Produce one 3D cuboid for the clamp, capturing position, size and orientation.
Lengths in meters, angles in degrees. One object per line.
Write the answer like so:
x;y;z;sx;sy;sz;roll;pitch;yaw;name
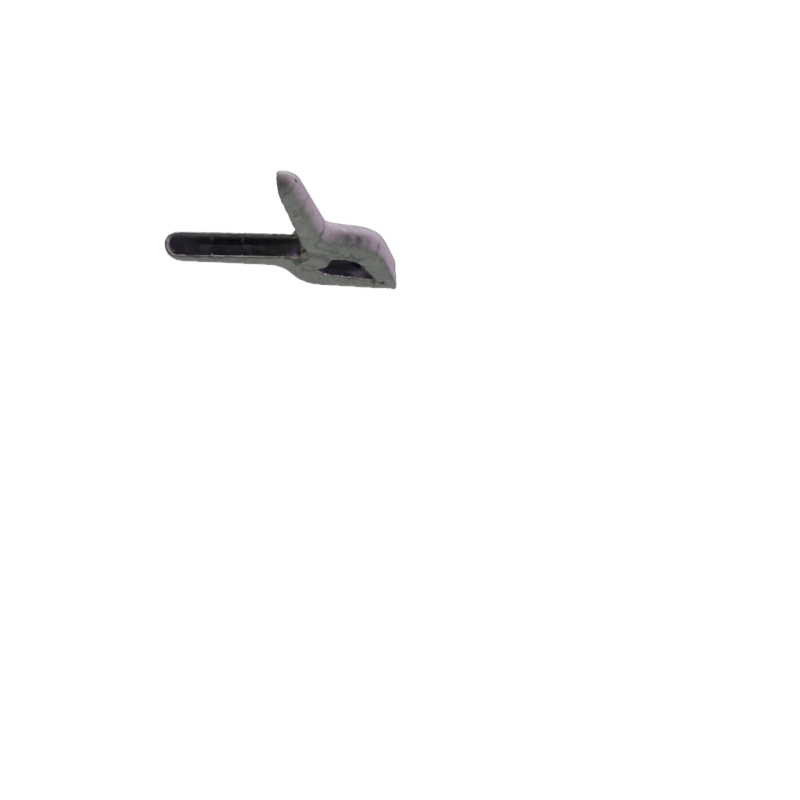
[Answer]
-0.075;-0.137;0.957;0.200;0.038;0.165;12;-21;-34;clamp
